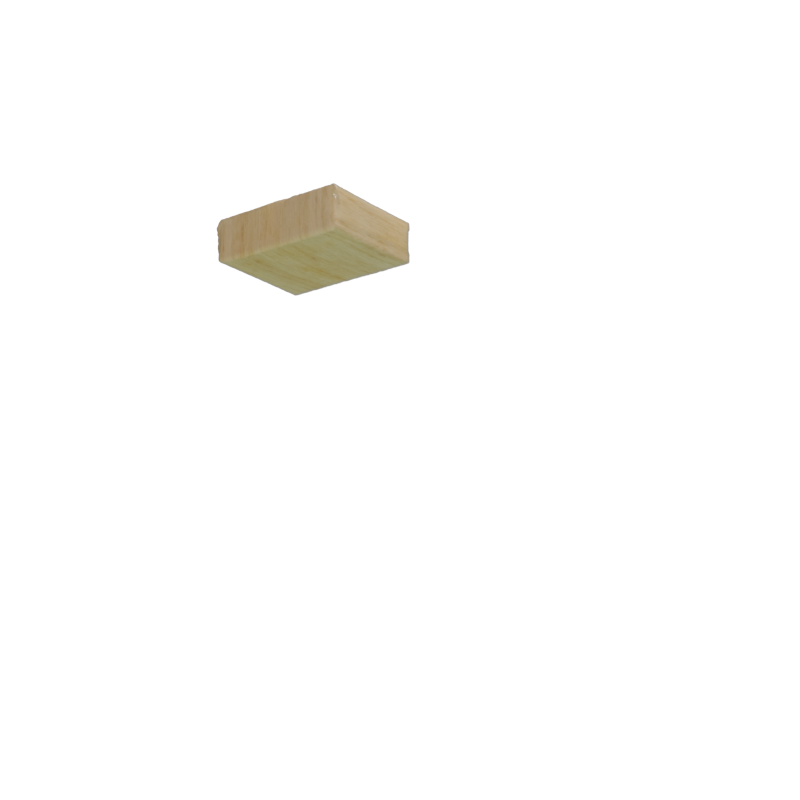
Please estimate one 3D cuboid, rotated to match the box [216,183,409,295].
[{"bbox_3d":[-0.051,-0.092,0.647,0.091,0.031,0.069,-11,-19,35],"label":"box"}]
